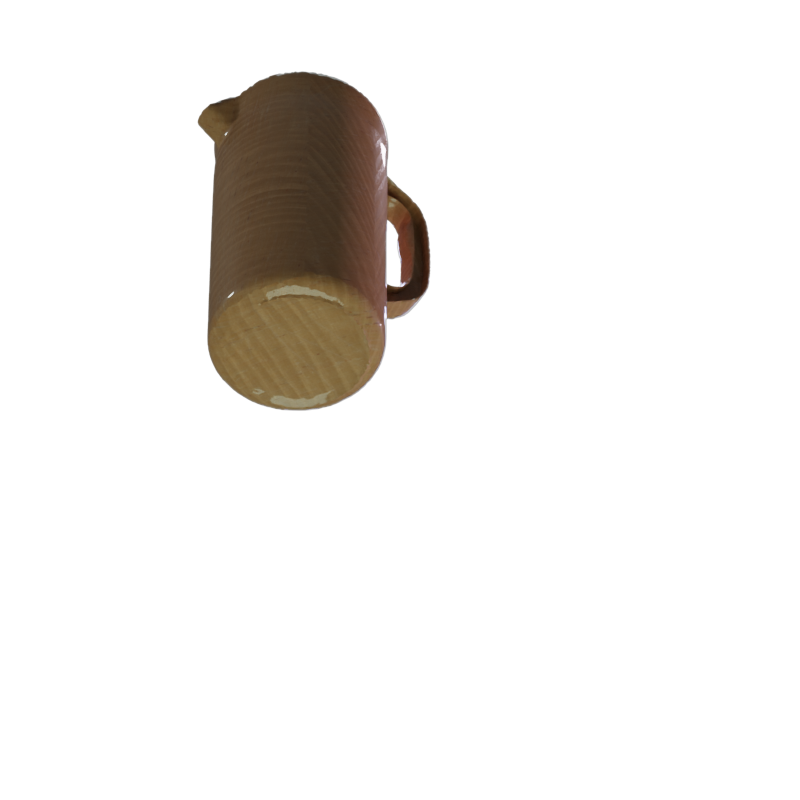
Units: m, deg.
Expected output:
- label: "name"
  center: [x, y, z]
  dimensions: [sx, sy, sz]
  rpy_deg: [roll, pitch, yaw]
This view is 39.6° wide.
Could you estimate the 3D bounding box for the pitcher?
- label: "pitcher"
  center: [-0.059, -0.108, 0.757]
  dimensions: [0.150, 0.134, 0.261]
  rpy_deg: [-11, 40, 6]
